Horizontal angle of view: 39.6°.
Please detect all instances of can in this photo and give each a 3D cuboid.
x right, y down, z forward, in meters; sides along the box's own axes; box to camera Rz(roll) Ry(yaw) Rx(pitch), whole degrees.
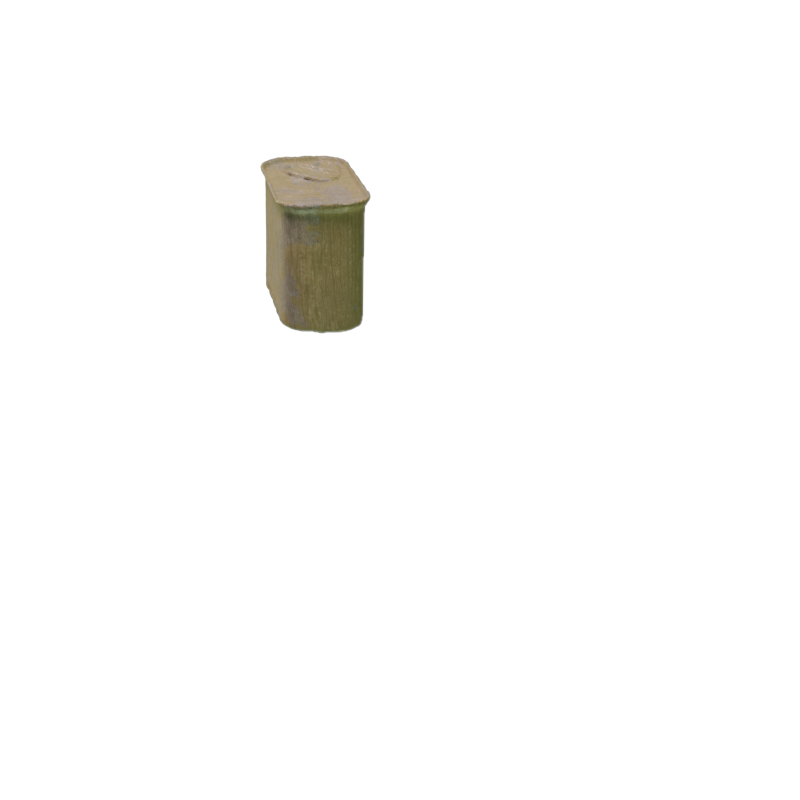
[{"bbox_3d":[-0.055,-0.099,0.696,0.057,0.080,0.109,-4,26,-12],"label":"can"}]
